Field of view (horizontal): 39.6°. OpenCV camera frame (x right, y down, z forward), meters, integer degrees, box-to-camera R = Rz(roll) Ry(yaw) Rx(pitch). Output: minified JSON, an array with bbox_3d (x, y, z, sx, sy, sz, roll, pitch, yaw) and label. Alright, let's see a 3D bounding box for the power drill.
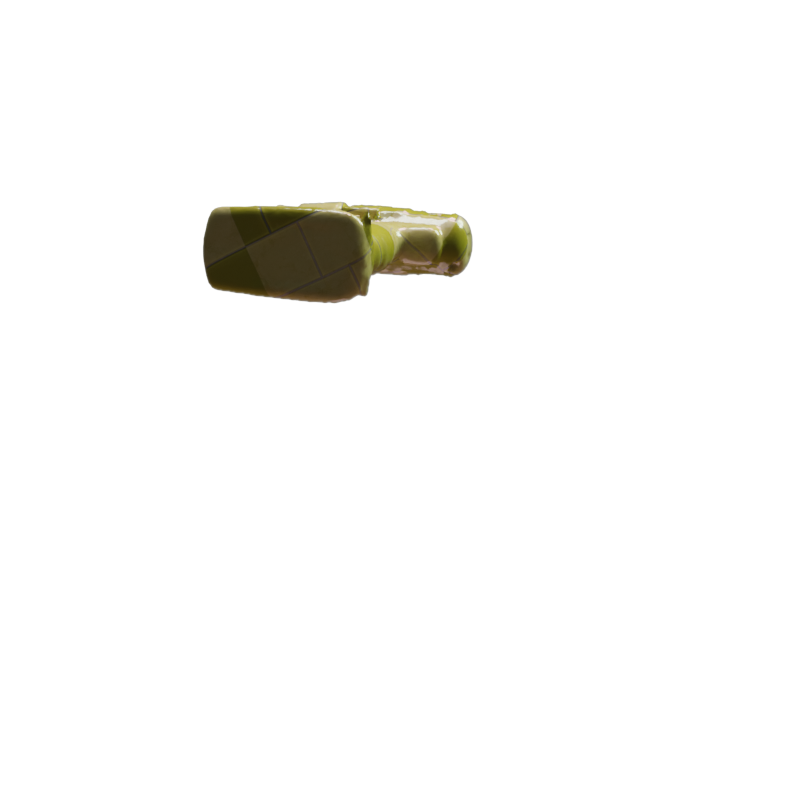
[{"bbox_3d":[-0.059,-0.108,0.756,0.190,0.056,0.186,4,13,20],"label":"power drill"}]
